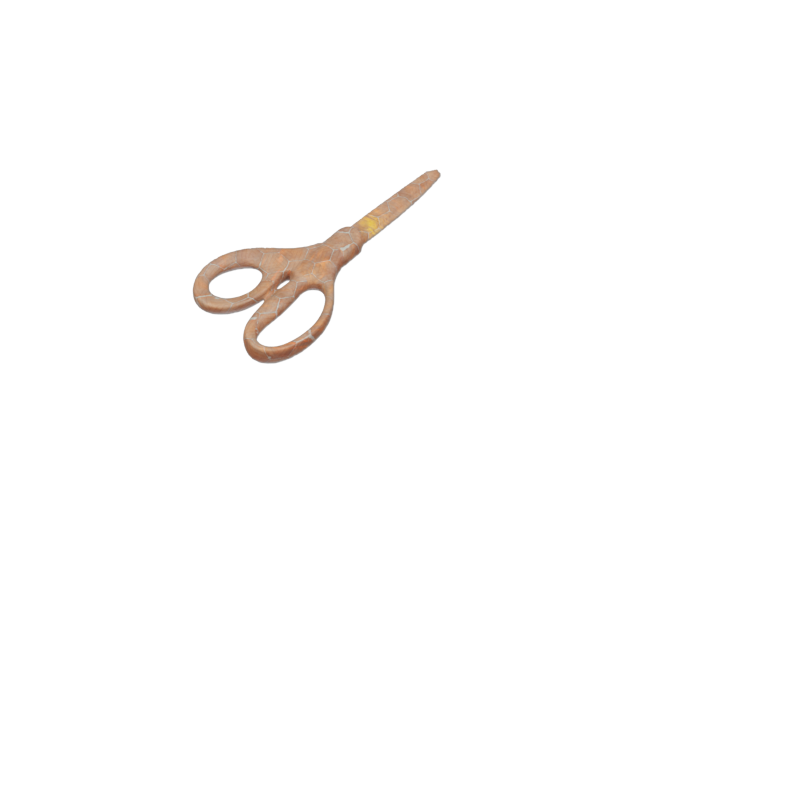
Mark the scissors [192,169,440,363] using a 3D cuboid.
[{"bbox_3d":[-0.055,-0.100,0.701,0.099,0.015,0.209,17,49,16],"label":"scissors"}]
